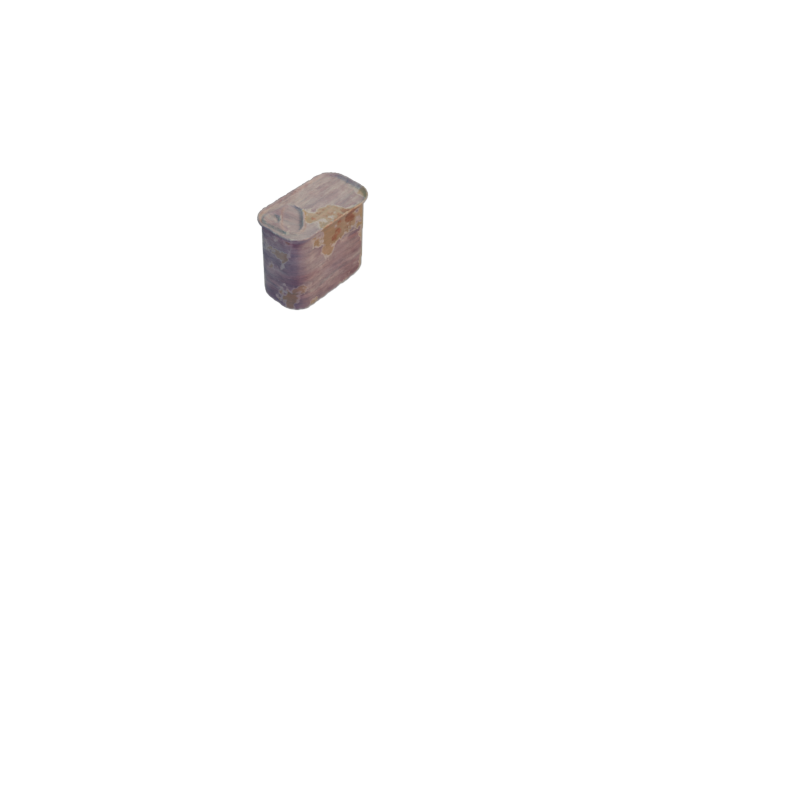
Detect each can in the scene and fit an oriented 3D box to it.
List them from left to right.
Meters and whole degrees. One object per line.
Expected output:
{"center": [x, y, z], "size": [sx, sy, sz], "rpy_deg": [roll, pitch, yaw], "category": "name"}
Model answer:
{"center": [-0.077, -0.141, 0.985], "size": [0.061, 0.078, 0.103], "rpy_deg": [31, 51, 27], "category": "can"}
